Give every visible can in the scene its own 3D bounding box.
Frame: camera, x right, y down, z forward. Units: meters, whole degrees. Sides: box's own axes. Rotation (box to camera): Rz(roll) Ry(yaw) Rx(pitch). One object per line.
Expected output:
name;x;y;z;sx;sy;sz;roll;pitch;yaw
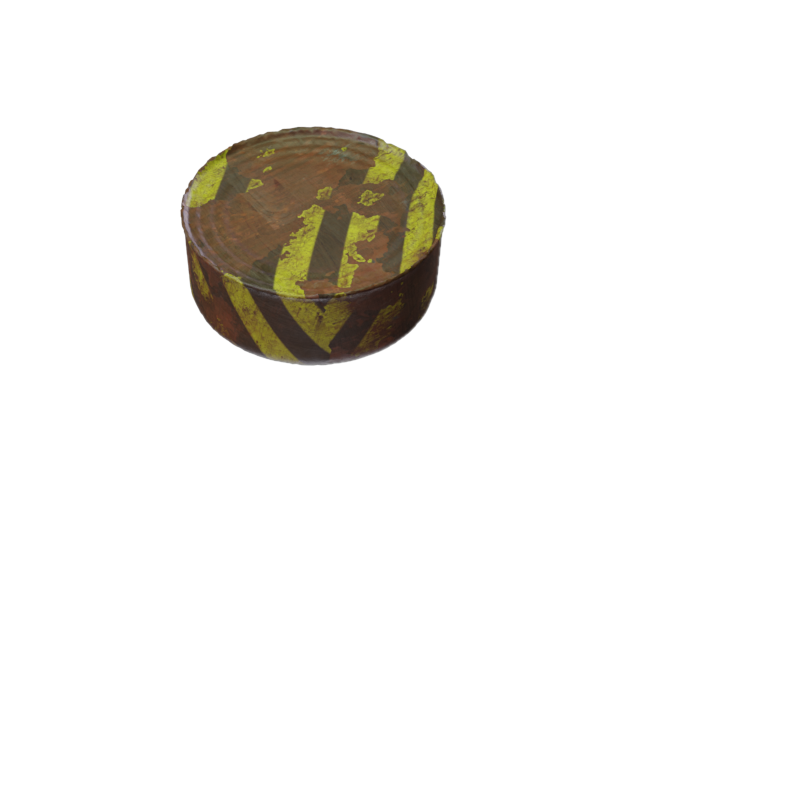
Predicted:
can;-0.029;-0.053;0.369;0.086;0.092;0.031;-1;-45;-1
